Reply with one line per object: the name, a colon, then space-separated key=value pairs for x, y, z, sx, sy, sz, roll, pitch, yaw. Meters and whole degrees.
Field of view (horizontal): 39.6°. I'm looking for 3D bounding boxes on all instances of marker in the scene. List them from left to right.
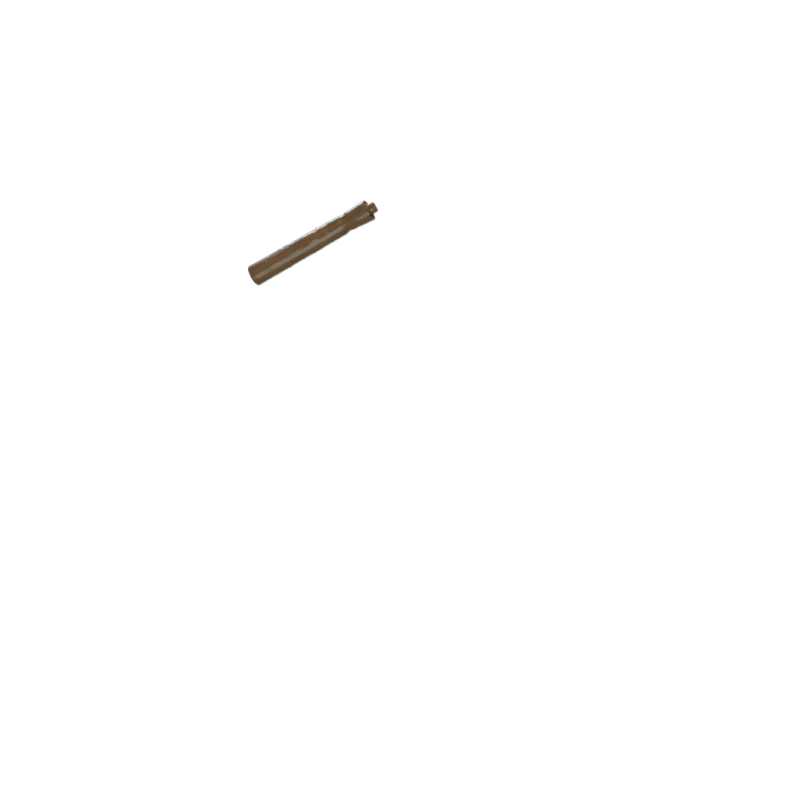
marker: x=-0.072 y=-0.132 z=0.921 sx=0.121 sy=0.020 sz=0.019 roll=-28 pitch=-4 yaw=15
